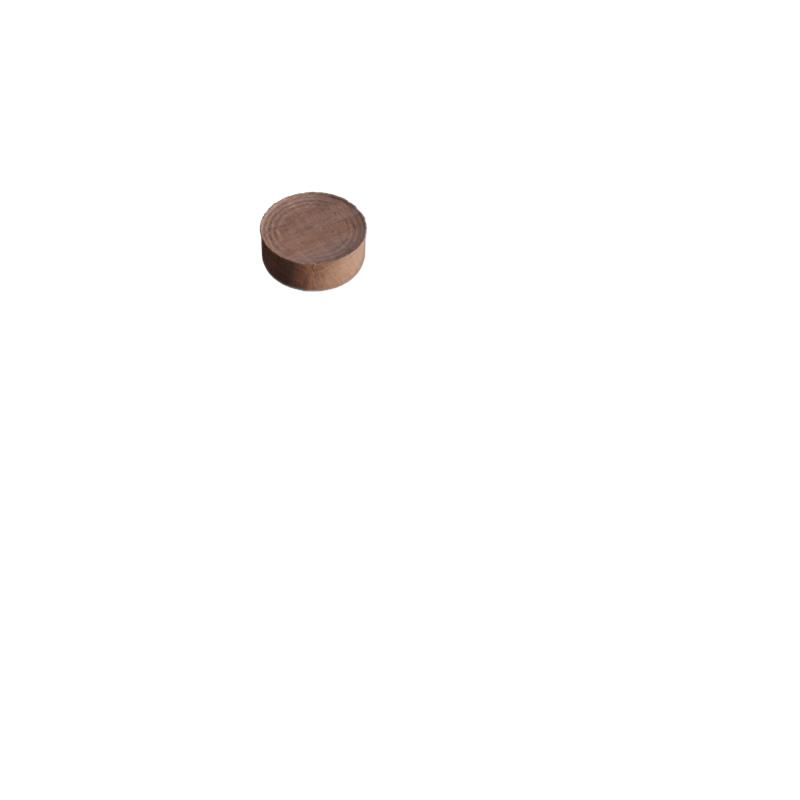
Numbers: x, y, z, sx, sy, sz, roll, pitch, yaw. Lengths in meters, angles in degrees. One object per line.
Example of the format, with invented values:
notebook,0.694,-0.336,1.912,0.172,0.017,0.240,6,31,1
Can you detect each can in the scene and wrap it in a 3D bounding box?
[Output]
can,-0.070,-0.128,0.895,0.086,0.092,0.031,-1,-43,-1
